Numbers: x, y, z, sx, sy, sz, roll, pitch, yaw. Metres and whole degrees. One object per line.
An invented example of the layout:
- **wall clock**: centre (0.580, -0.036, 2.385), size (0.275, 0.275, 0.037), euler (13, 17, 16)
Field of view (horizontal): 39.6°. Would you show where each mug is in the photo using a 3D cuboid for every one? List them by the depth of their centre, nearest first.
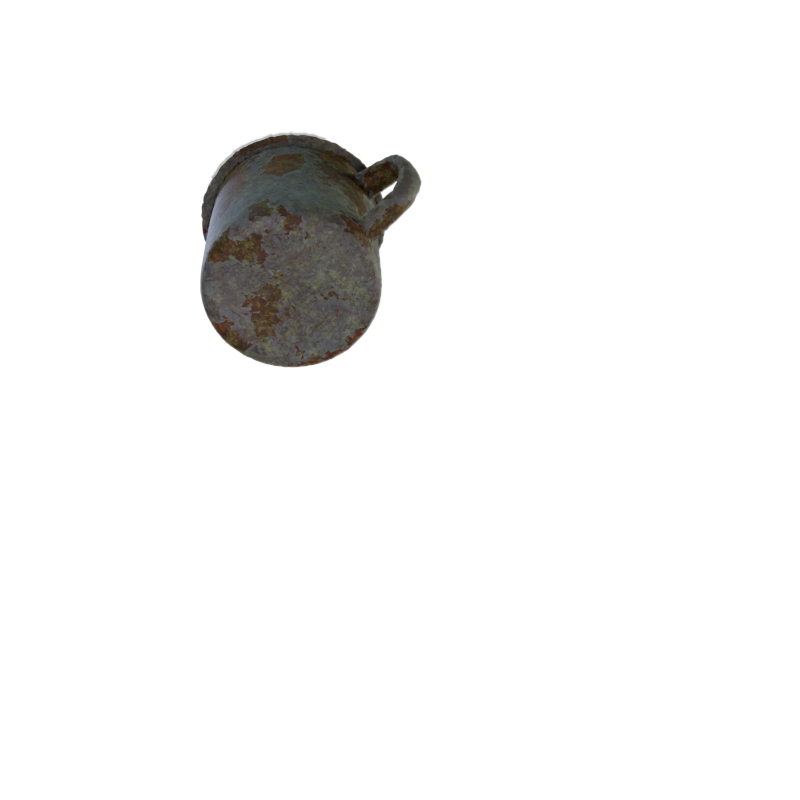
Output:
- **mug**: centre (-0.041, -0.074, 0.521), size (0.117, 0.088, 0.086), euler (-29, 26, 13)
